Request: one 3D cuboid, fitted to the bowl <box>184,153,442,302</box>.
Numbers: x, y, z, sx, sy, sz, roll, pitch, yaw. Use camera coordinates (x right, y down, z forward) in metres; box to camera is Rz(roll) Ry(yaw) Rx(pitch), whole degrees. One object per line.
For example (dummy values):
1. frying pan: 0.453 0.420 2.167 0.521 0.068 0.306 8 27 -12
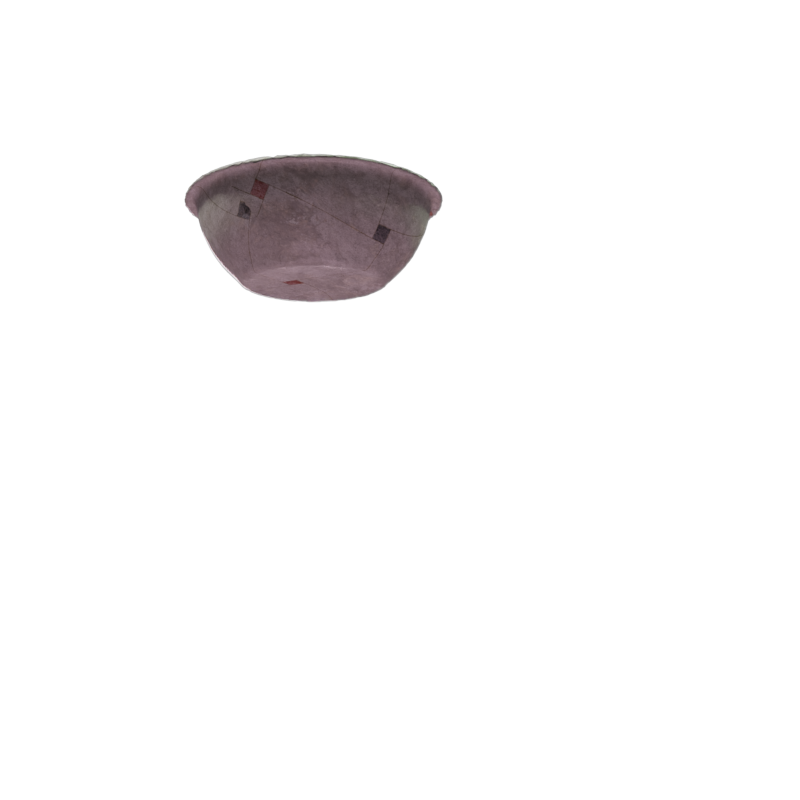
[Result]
1. bowl: -0.054 -0.099 0.690 0.162 0.057 0.157 0 -11 -2
